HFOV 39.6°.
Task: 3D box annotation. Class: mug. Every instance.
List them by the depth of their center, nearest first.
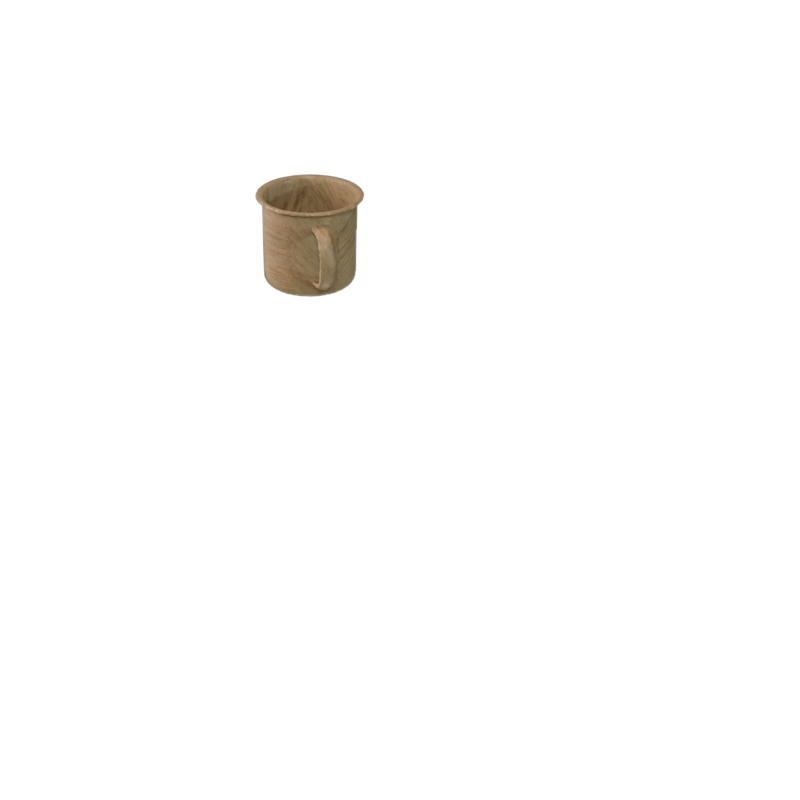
[{"bbox_3d":[-0.075,-0.136,0.954,0.092,0.077,0.126,-8,30,-16],"label":"mug"}]
